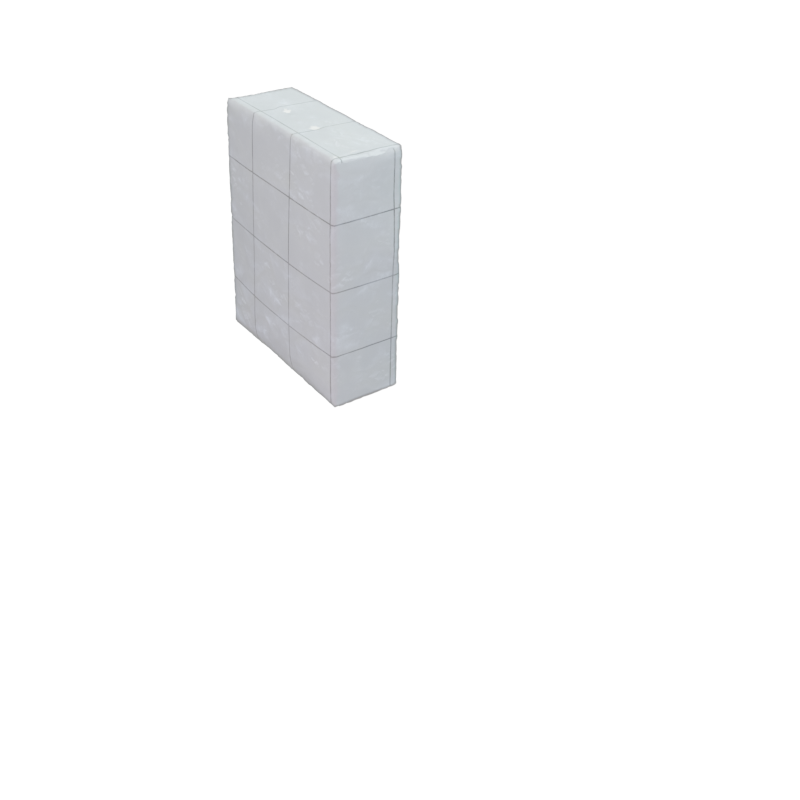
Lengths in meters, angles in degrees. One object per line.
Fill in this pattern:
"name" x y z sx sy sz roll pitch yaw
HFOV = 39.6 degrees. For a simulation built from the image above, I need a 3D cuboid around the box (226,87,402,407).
"box" -0.071 -0.129 0.904 0.071 0.202 0.177 -16 35 -30
